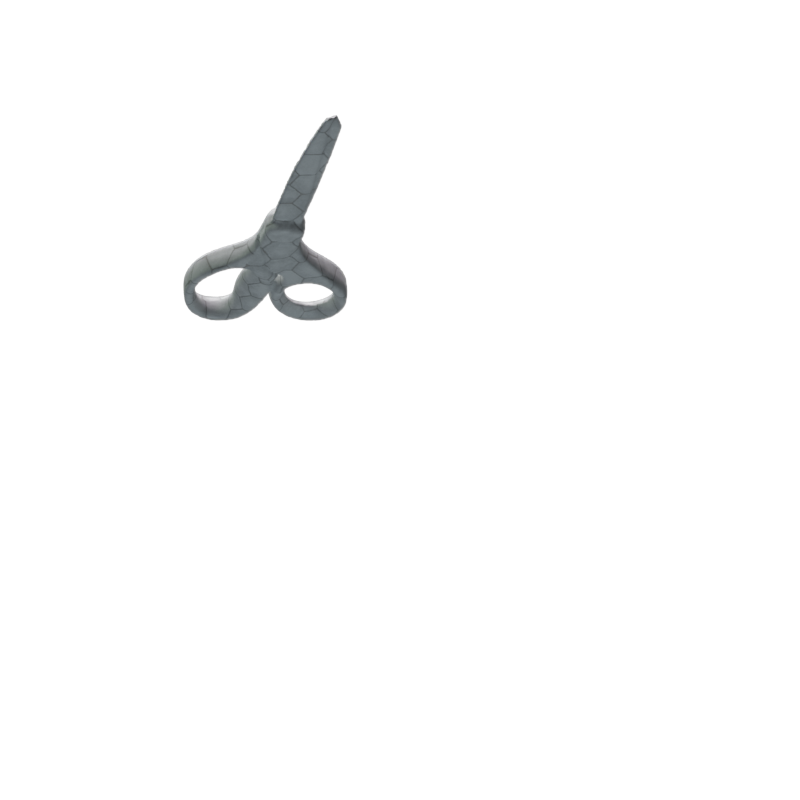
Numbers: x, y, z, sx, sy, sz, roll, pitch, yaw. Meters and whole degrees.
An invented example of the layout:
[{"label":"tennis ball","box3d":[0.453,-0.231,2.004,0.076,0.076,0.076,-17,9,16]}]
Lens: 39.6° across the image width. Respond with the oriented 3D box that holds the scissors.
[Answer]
[{"label":"scissors","box3d":[-0.043,-0.078,0.544,0.092,0.017,0.200,12,-23,-30]}]
